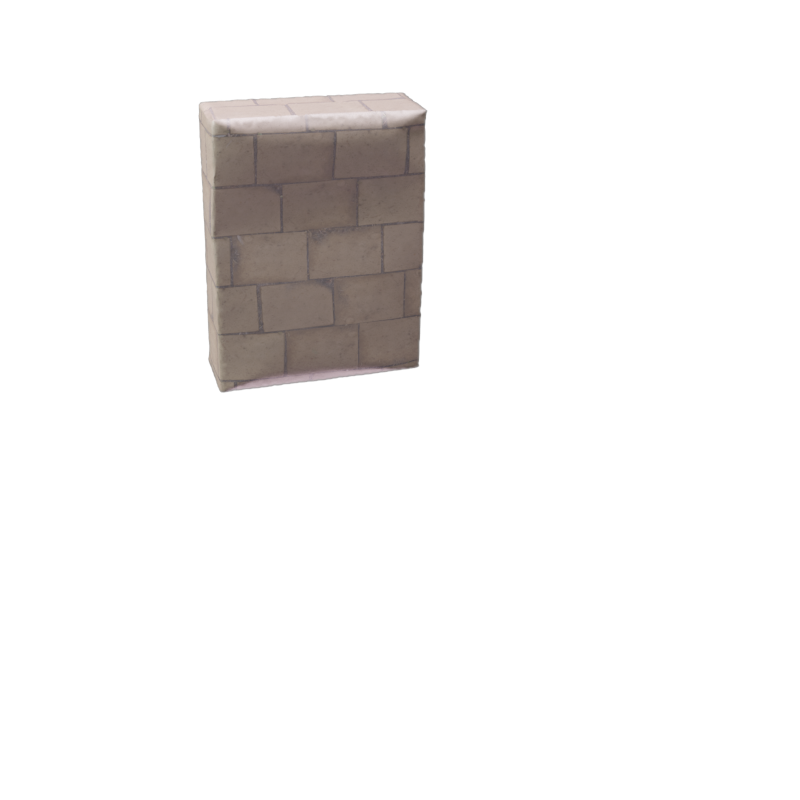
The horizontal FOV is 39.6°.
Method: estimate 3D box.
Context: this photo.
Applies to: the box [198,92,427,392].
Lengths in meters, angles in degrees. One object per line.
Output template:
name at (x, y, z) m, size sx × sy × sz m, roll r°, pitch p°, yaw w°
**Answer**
box at (-0.067, -0.121, 0.850) m, size 0.162 × 0.204 × 0.076 m, roll -5°, pitch 22°, yaw -14°
